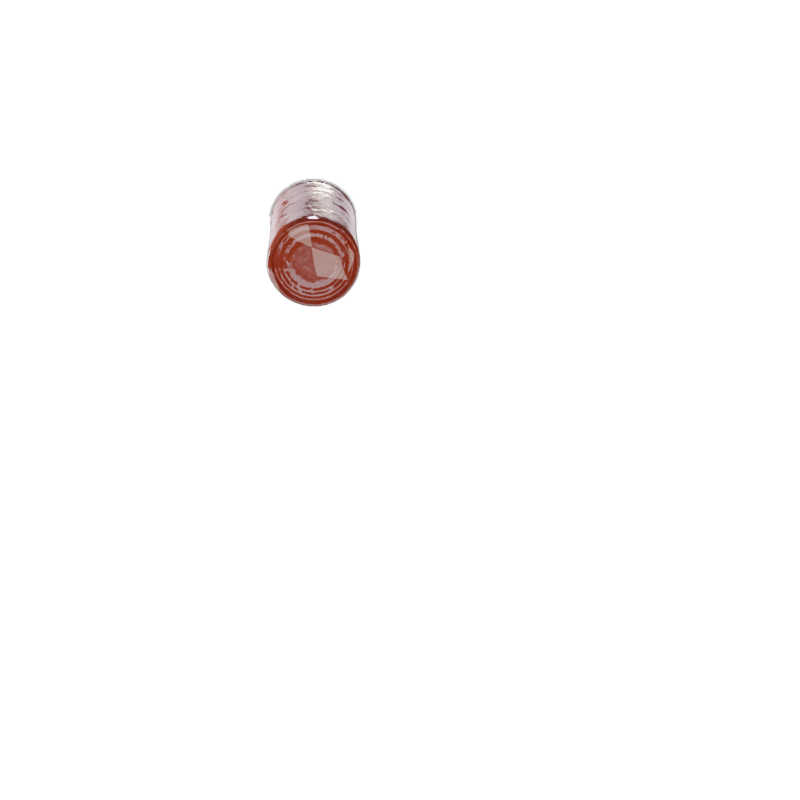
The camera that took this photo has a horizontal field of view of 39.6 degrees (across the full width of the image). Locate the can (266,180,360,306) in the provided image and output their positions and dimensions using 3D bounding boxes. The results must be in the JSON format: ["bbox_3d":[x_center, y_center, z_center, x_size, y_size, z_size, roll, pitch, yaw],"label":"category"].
[{"bbox_3d":[-0.065,-0.118,0.825,0.068,0.065,0.107,0,24,-3],"label":"can"}]
